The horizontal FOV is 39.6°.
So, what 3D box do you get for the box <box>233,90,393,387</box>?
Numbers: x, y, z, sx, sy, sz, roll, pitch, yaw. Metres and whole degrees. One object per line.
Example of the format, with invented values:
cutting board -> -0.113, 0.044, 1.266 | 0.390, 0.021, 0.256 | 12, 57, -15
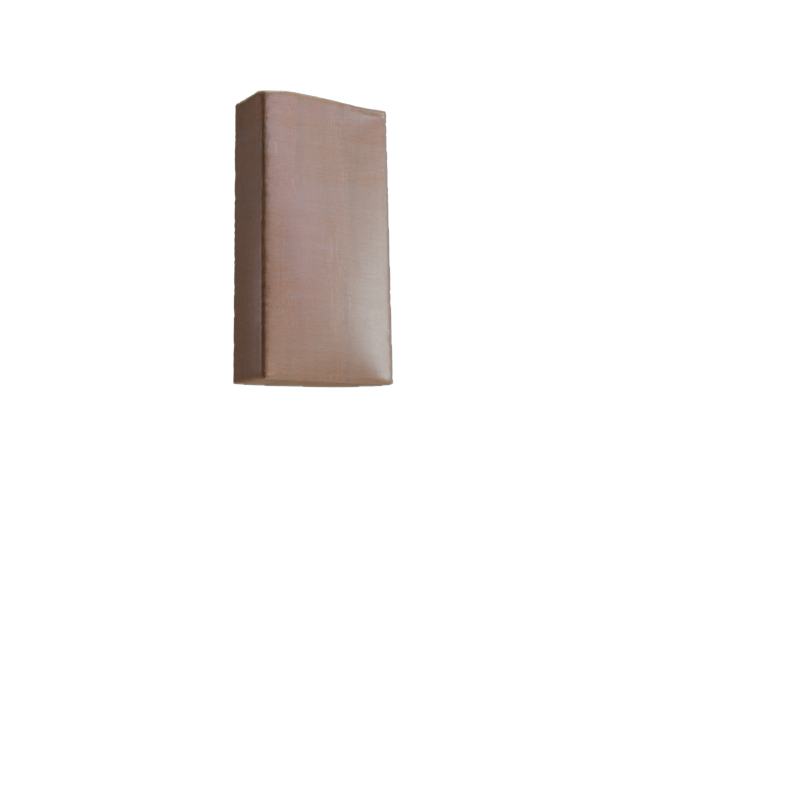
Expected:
box -> -0.053, -0.097, 0.681 | 0.090, 0.181, 0.049 | 5, -11, -32
